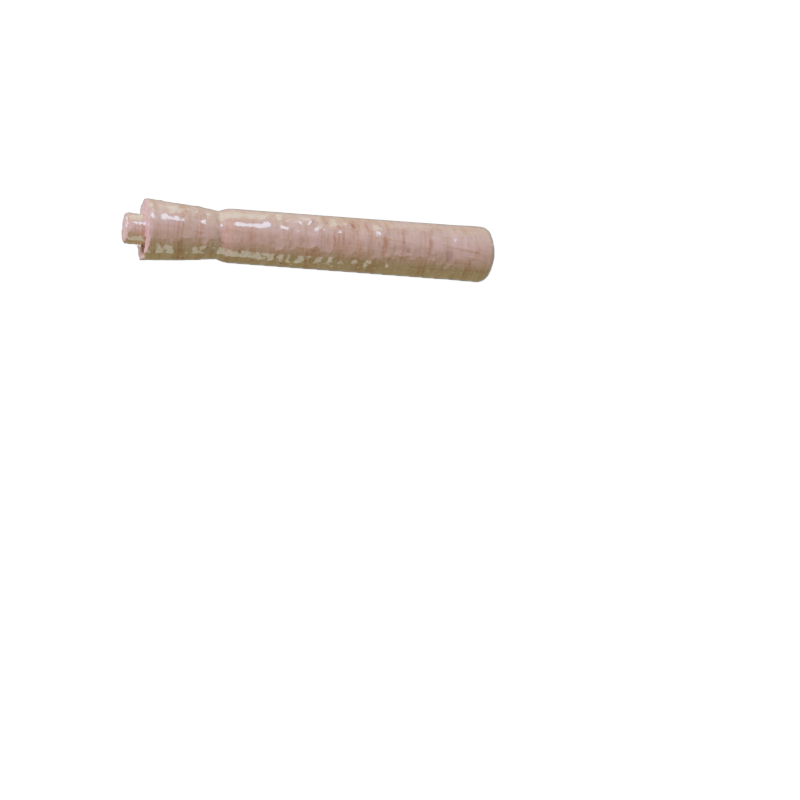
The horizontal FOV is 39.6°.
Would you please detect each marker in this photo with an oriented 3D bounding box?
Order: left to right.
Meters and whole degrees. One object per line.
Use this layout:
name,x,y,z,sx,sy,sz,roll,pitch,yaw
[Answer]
marker,-0.028,-0.050,0.352,0.118,0.020,0.020,1,3,-21
